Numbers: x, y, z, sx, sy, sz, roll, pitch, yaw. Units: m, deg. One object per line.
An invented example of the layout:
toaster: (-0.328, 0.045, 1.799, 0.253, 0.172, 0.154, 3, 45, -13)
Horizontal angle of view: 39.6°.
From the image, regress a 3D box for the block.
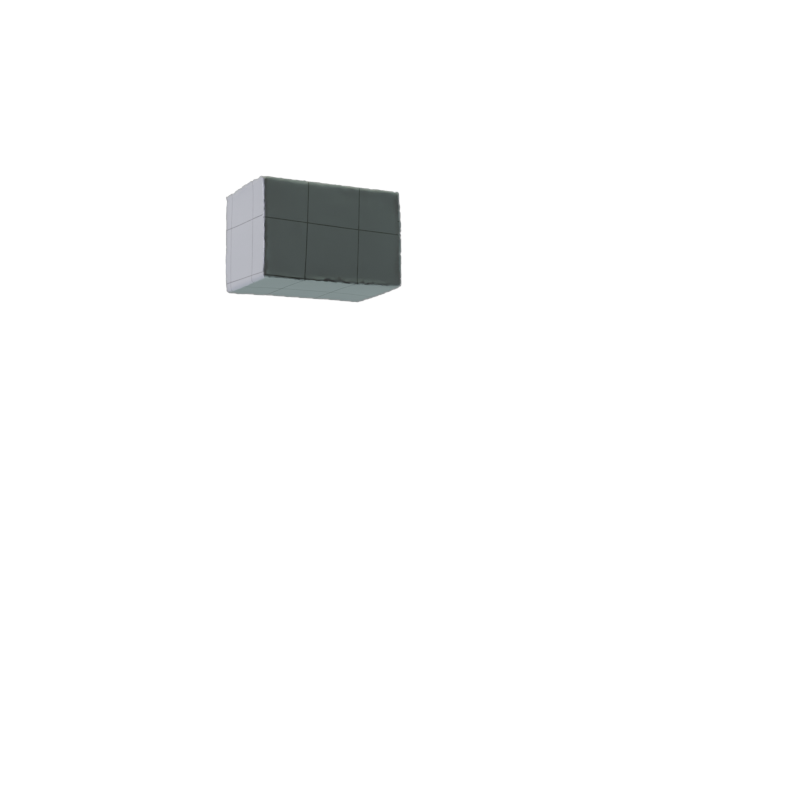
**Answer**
block: (-0.044, -0.081, 0.566, 0.075, 0.053, 0.053, 3, -9, -27)
